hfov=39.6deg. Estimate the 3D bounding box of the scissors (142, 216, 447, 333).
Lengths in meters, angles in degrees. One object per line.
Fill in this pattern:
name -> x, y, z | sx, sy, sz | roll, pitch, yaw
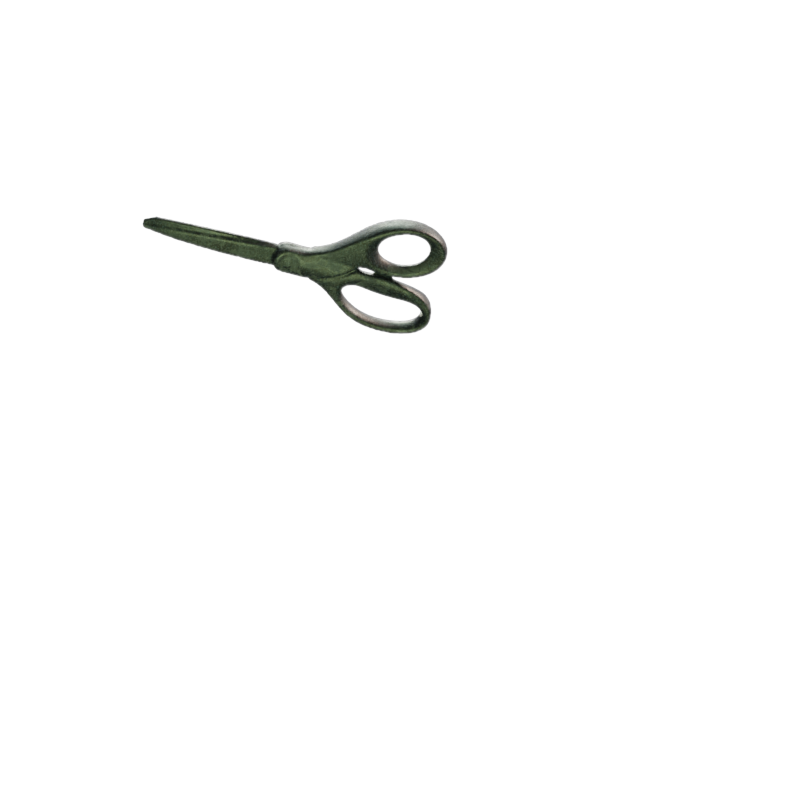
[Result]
scissors -> -0.056, -0.103, 0.722 | 0.194, 0.093, 0.017 | 26, 33, -19
